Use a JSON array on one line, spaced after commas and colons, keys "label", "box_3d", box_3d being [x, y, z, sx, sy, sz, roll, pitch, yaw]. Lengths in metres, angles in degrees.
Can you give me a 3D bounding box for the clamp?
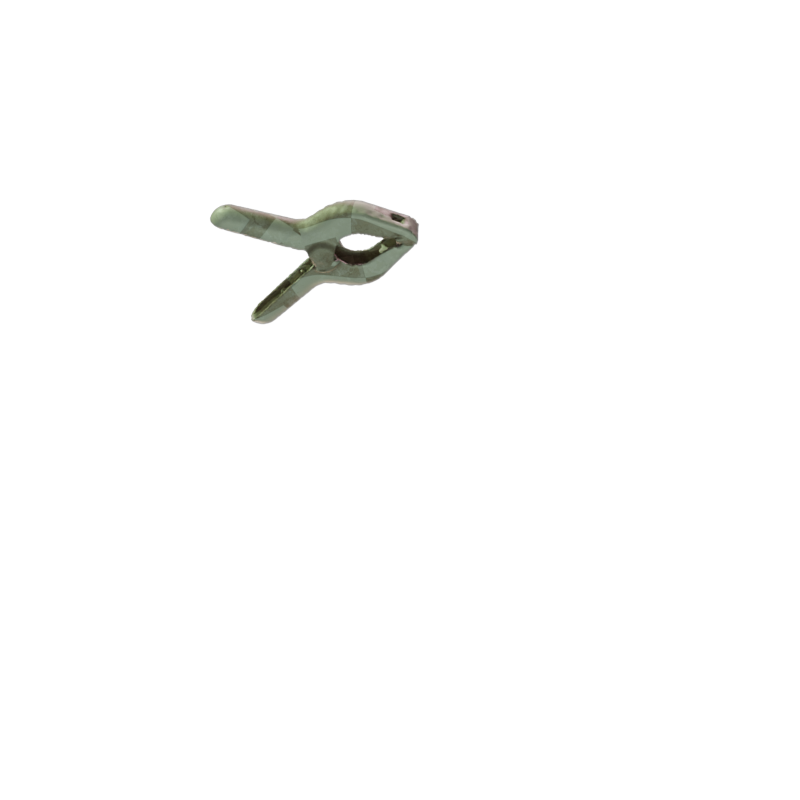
[{"label": "clamp", "box_3d": [-0.073, -0.133, 0.934, 0.172, 0.111, 0.042, -19, 39, 16]}]
